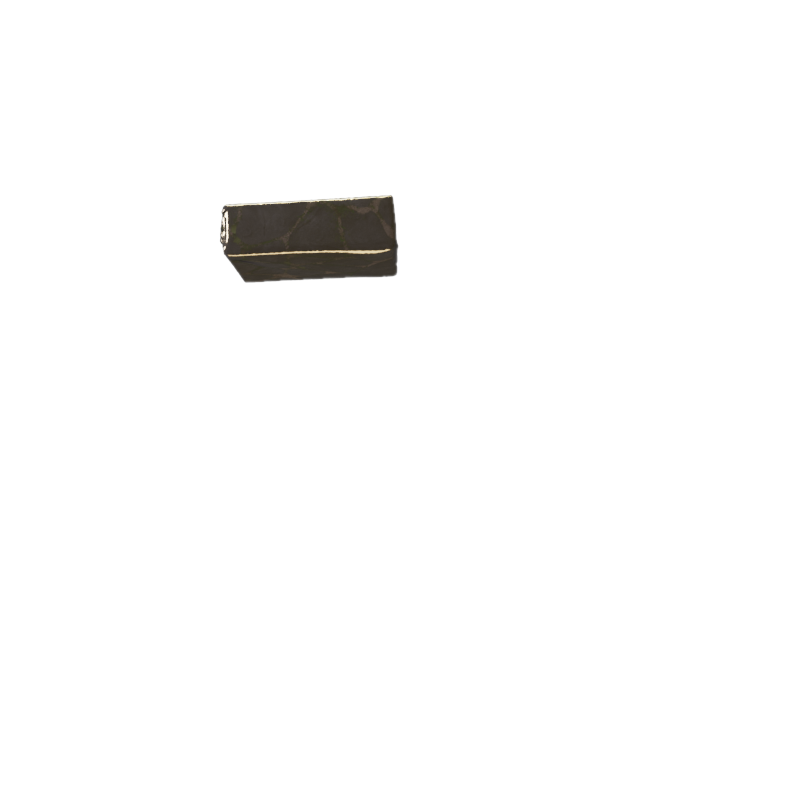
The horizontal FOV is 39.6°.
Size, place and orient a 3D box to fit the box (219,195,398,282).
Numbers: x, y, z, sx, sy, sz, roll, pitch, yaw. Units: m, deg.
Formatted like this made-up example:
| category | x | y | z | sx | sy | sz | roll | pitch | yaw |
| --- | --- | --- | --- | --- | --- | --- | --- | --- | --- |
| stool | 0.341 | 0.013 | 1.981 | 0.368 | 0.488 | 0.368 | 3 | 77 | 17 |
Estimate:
| category | x | y | z | sx | sy | sz | roll | pitch | yaw |
| --- | --- | --- | --- | --- | --- | --- | --- | --- | --- |
| box | -0.059 | -0.107 | 0.748 | 0.114 | 0.040 | 0.087 | 0 | -6 | 3 |
